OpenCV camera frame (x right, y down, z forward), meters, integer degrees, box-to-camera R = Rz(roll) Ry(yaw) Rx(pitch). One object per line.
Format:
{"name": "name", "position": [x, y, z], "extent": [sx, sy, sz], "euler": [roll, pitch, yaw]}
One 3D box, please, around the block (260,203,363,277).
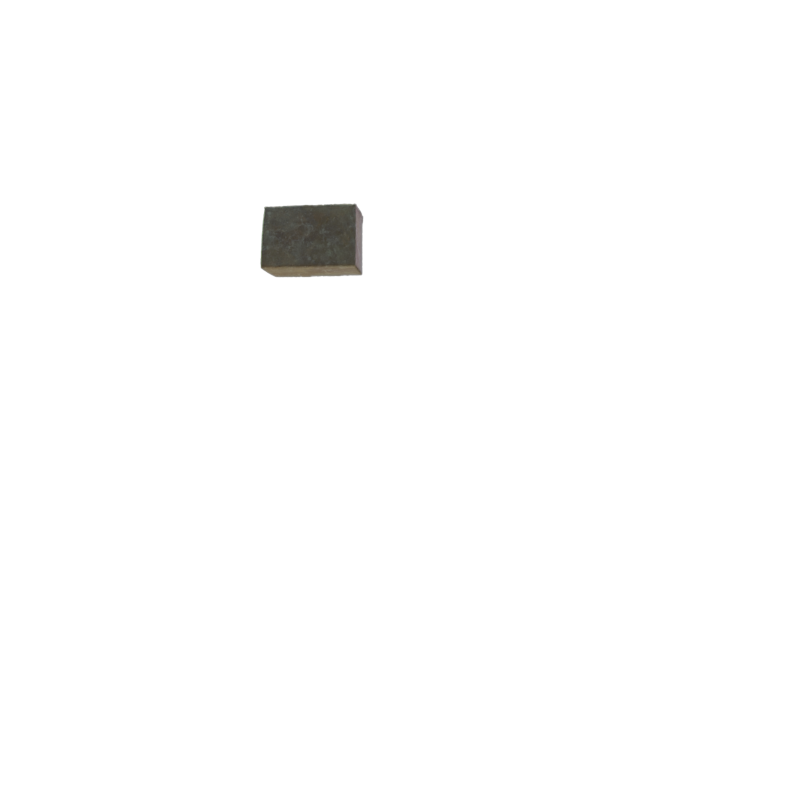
{"name": "block", "position": [-0.071, -0.130, 0.909], "extent": [0.079, 0.052, 0.051], "euler": [-1, -6, 8]}
